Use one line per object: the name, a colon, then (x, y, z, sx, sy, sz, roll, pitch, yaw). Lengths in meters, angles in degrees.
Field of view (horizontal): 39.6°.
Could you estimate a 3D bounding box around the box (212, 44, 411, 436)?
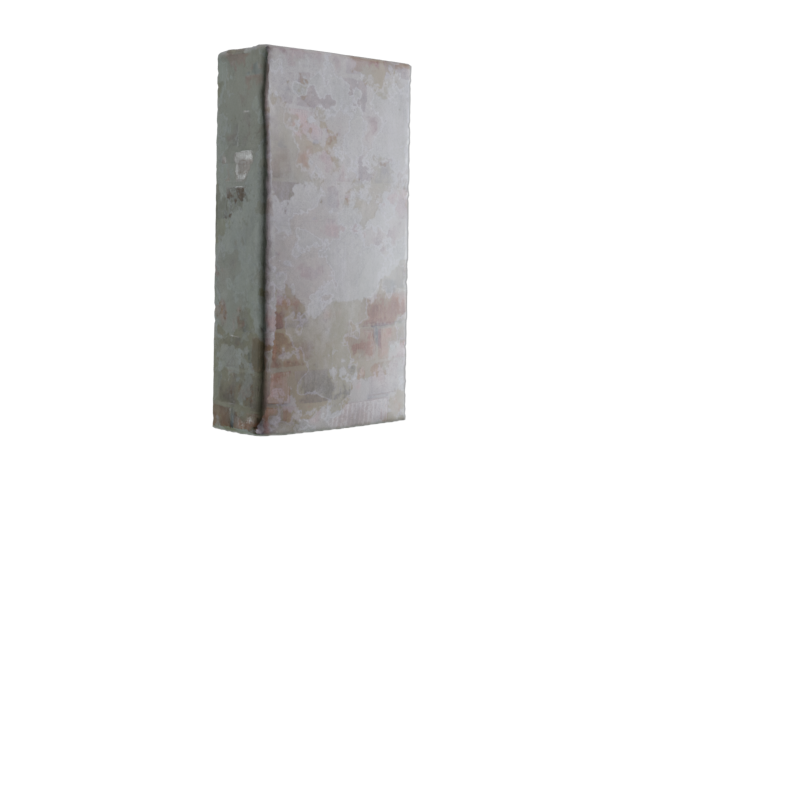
box: (-0.041, -0.076, 0.529, 0.090, 0.176, 0.050, -1, 0, -42)
